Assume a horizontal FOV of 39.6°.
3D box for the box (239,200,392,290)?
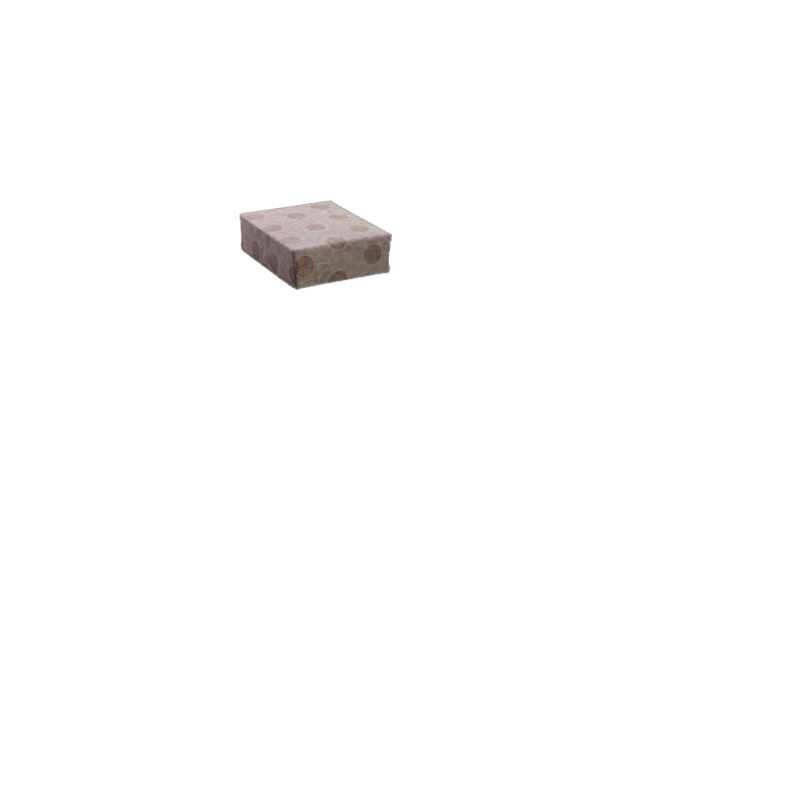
[{"bbox_3d":[-0.073,-0.133,0.931,0.088,0.037,0.122,-14,30,-26],"label":"box"}]
